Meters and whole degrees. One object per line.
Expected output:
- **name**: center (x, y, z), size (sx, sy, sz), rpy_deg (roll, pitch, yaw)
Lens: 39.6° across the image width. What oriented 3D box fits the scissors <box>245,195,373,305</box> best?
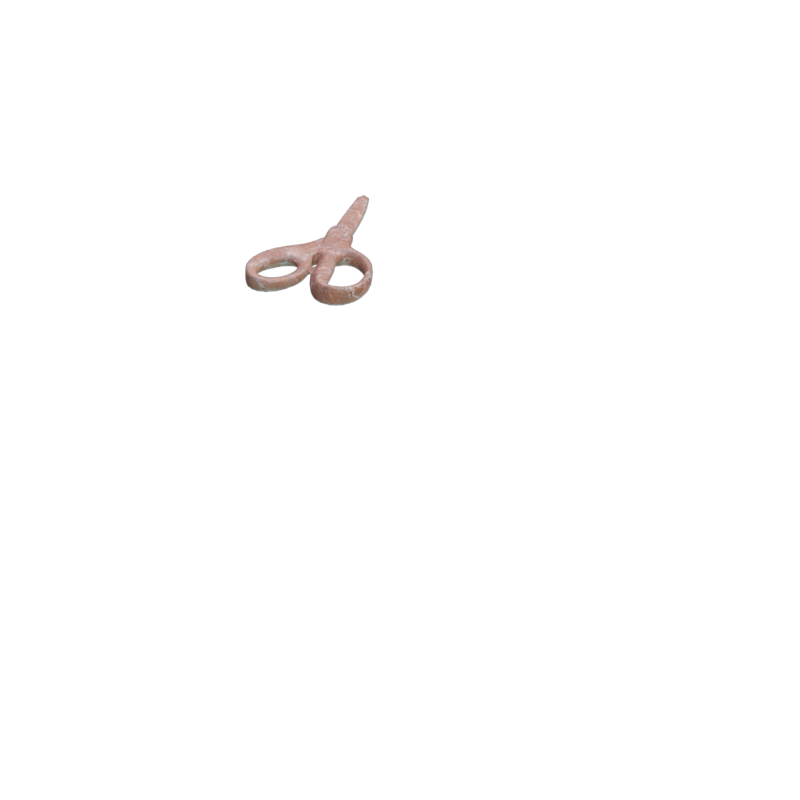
- **scissors**: center (-0.064, -0.116, 0.813), size (0.096, 0.015, 0.213), rpy_deg (-2, 28, -4)
